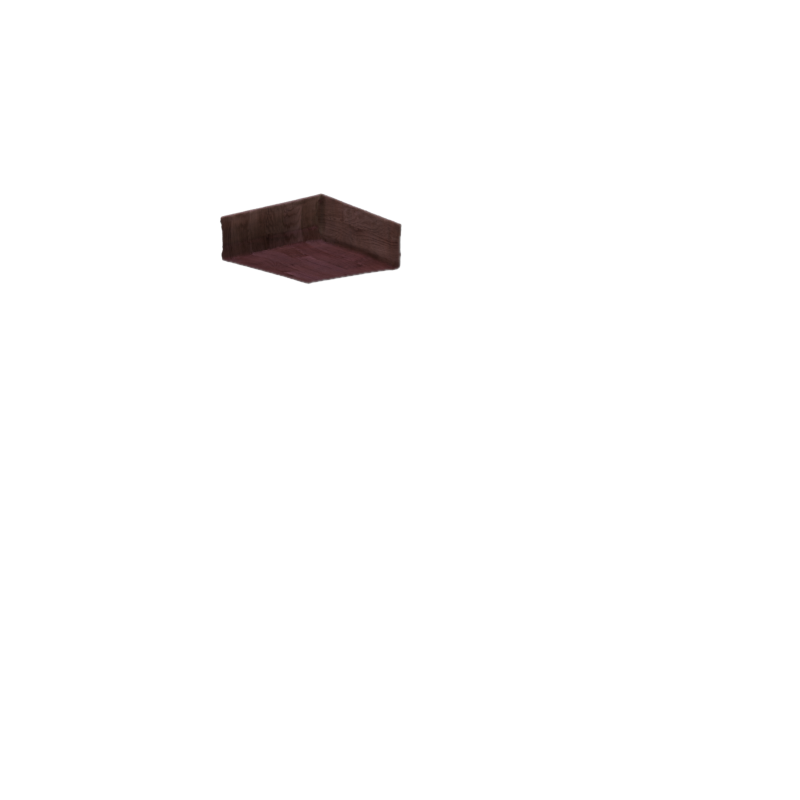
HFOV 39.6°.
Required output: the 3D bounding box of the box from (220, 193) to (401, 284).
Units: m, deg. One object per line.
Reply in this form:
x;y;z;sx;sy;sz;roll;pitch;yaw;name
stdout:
-0.064;-0.117;0.817;0.092;0.040;0.107;-6;-10;32;box
